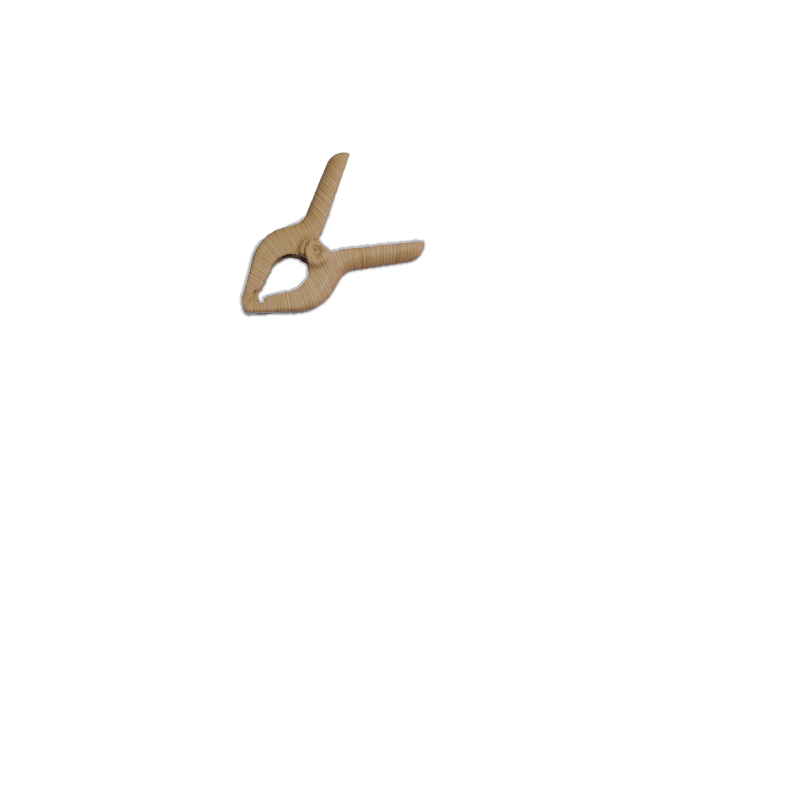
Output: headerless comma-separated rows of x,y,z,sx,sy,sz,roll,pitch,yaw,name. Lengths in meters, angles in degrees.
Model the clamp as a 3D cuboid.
-0.078,-0.142,0.996,0.171,0.125,0.038,-30,-15,-9,clamp
